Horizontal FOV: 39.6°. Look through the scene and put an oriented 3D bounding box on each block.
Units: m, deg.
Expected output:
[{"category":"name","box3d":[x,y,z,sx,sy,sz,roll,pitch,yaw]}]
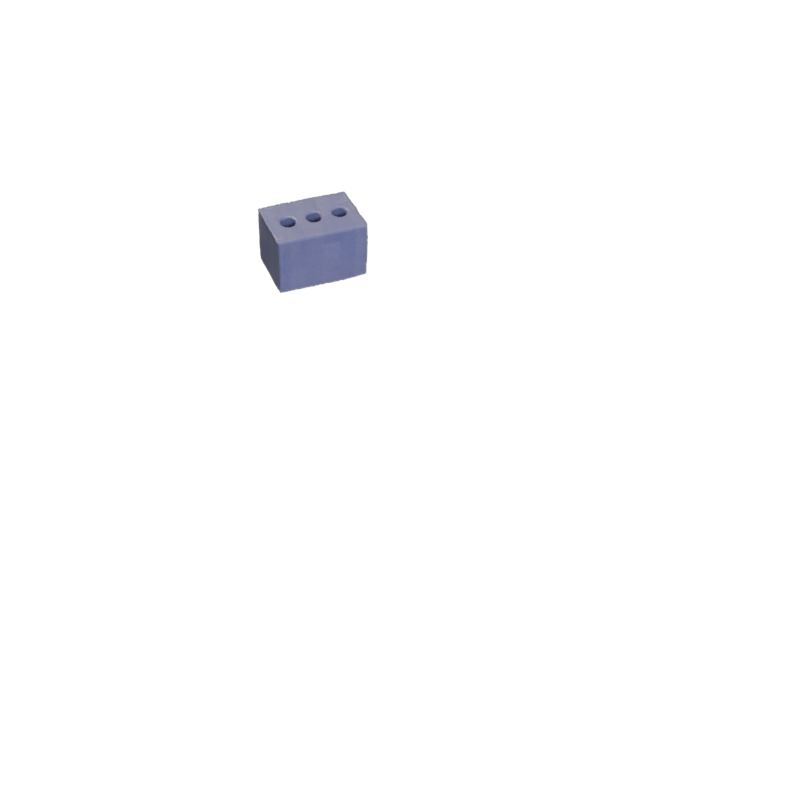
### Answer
[{"category":"block","box3d":[-0.070,-0.128,0.899,0.077,0.048,0.057,-14,42,-17]}]
